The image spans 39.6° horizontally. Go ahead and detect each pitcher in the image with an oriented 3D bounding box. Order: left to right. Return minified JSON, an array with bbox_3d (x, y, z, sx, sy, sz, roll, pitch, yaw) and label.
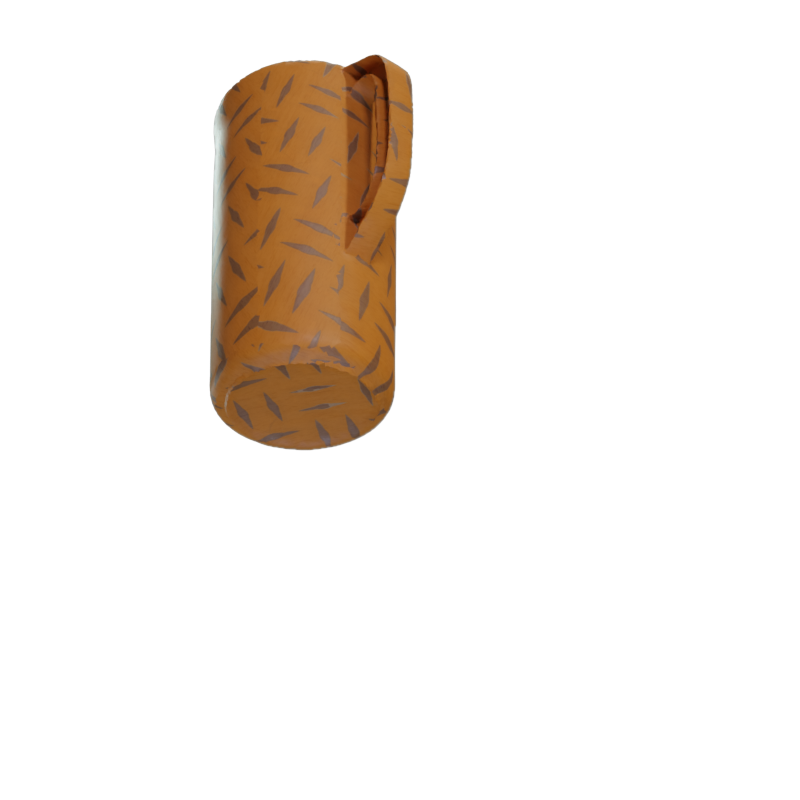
[{"bbox_3d":[-0.056,-0.101,0.710,0.146,0.261,0.138,-6,-39,4],"label":"pitcher"}]
